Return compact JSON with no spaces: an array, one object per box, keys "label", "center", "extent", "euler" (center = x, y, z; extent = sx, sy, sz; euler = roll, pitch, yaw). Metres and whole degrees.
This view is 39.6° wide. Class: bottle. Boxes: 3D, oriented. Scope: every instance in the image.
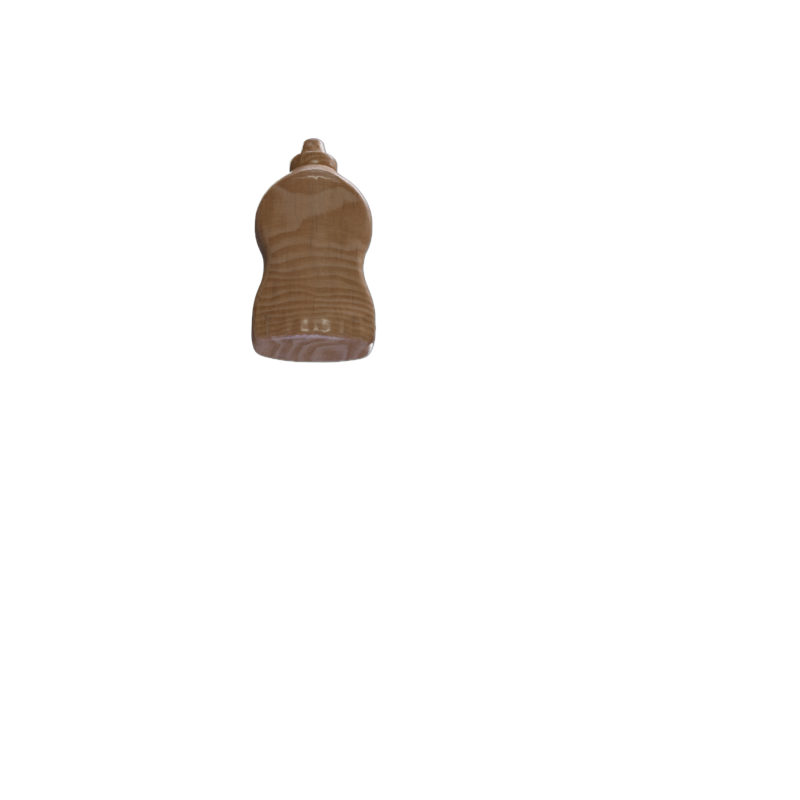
[{"label":"bottle","center":[-0.070,-0.128,0.897],"extent":[0.096,0.203,0.055],"euler":[0,-26,-3]}]
